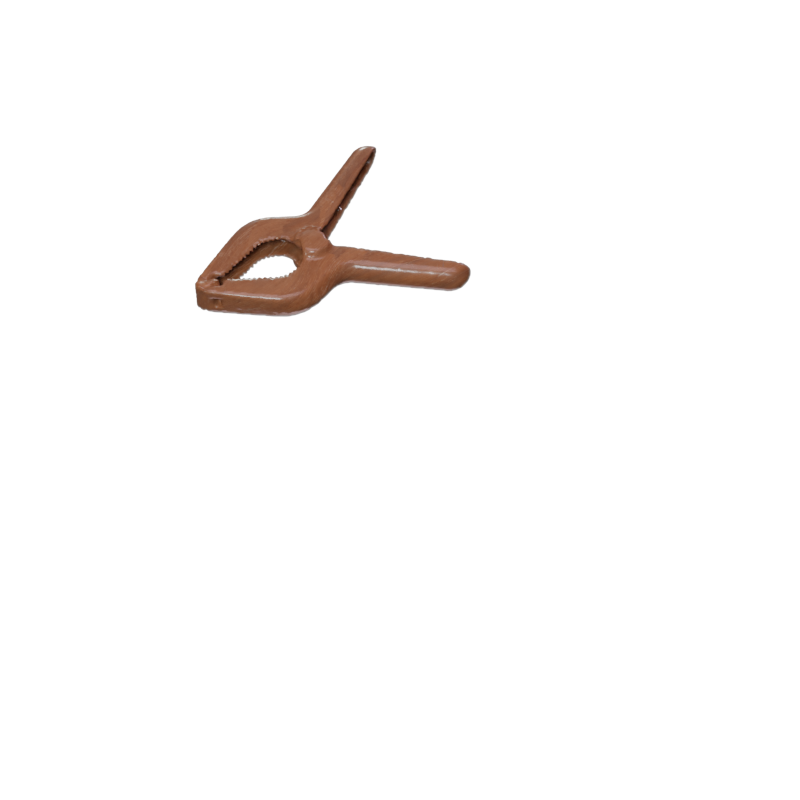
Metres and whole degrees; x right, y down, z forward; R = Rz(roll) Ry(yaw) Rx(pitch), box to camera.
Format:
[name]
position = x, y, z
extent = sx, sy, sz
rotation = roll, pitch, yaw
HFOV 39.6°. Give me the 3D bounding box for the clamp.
[clamp]
position = -0.070, -0.128, 0.899
extent = 0.208, 0.178, 0.034
rotation = -18, -36, -13
